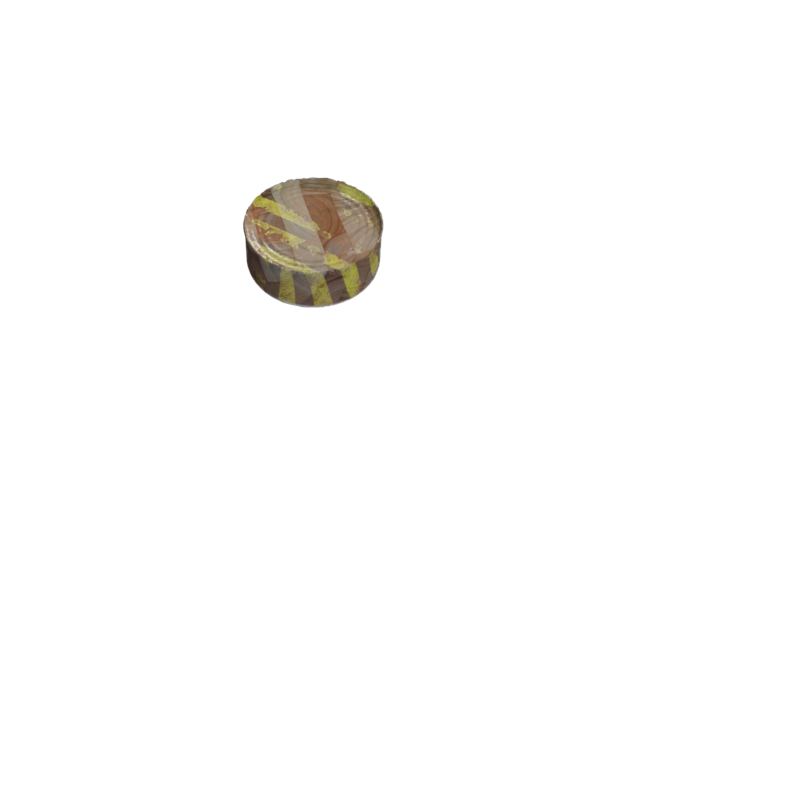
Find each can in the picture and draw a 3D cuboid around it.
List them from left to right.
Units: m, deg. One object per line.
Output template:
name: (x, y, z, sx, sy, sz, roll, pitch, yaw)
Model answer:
can: (-0.054, -0.098, 0.689, 0.086, 0.092, 0.031, -1, -42, -1)
